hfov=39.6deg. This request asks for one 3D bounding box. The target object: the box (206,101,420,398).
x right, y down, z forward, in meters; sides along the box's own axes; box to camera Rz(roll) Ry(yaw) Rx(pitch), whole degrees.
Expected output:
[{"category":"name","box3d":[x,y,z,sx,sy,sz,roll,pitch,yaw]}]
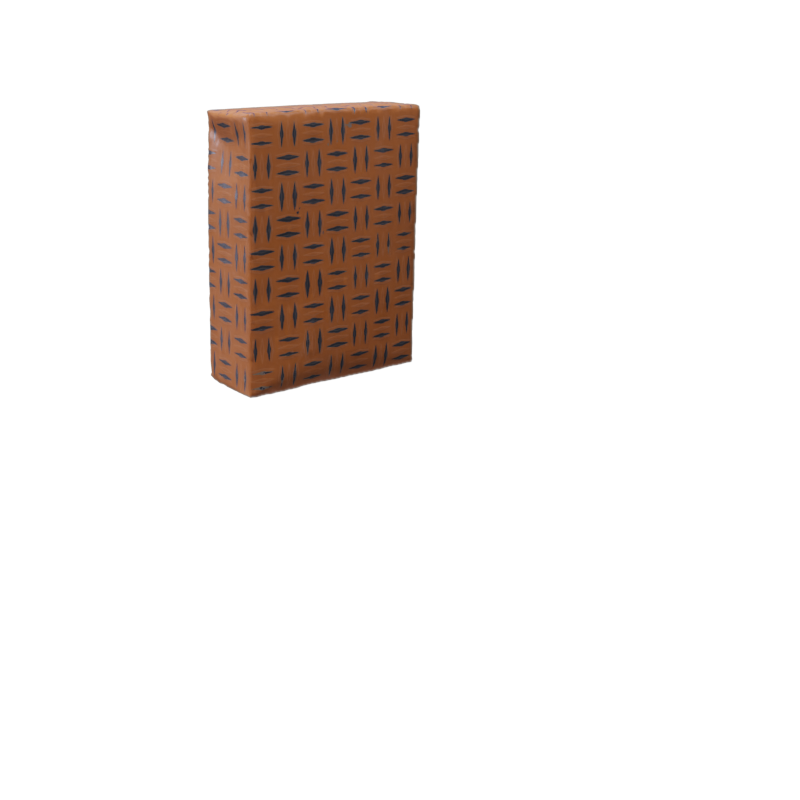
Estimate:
[{"category":"box","box3d":[-0.068,-0.125,0.873,0.160,0.208,0.076,-10,16,-38]}]
